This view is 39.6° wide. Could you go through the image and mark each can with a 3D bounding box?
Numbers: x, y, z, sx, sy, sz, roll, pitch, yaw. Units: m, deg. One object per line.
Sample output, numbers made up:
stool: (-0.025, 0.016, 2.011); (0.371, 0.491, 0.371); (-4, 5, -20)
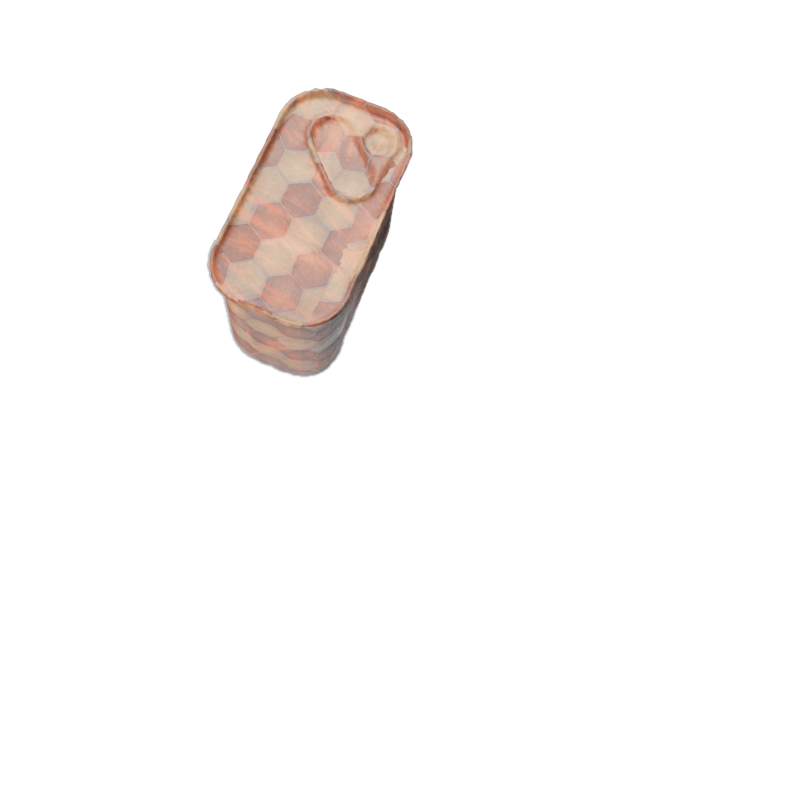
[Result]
can: (-0.037, -0.068, 0.477); (0.058, 0.105, 0.080); (21, -19, 4)
